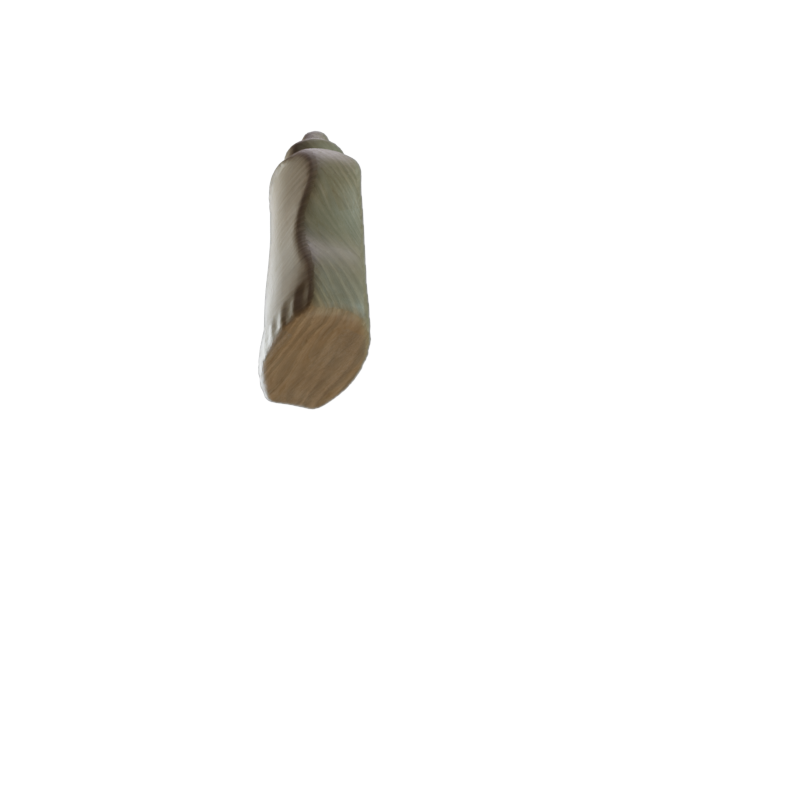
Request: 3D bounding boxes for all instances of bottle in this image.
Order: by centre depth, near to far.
[{"bbox_3d":[-0.053,-0.097,0.682,0.057,0.206,0.091,10,-42,-15],"label":"bottle"}]
